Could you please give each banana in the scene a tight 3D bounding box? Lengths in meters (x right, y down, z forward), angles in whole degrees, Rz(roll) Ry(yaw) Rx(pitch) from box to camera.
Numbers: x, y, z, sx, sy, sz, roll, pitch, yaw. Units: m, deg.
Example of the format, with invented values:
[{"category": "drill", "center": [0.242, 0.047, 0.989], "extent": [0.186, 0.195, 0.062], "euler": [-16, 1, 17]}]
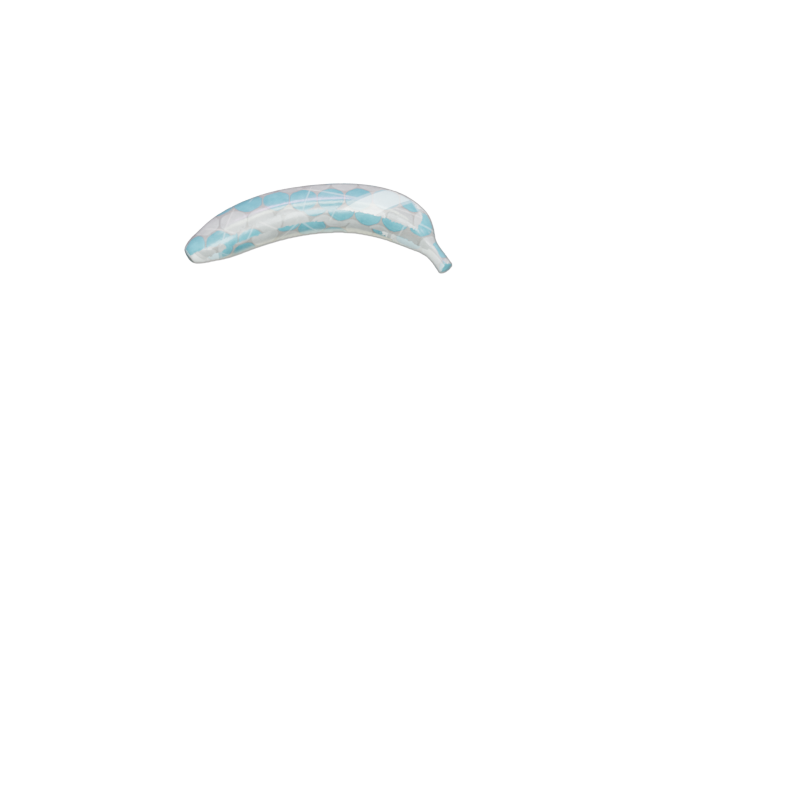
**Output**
[{"category": "banana", "center": [-0.061, -0.132, 0.832], "extent": [0.198, 0.074, 0.034], "euler": [1, -39, 1]}]
